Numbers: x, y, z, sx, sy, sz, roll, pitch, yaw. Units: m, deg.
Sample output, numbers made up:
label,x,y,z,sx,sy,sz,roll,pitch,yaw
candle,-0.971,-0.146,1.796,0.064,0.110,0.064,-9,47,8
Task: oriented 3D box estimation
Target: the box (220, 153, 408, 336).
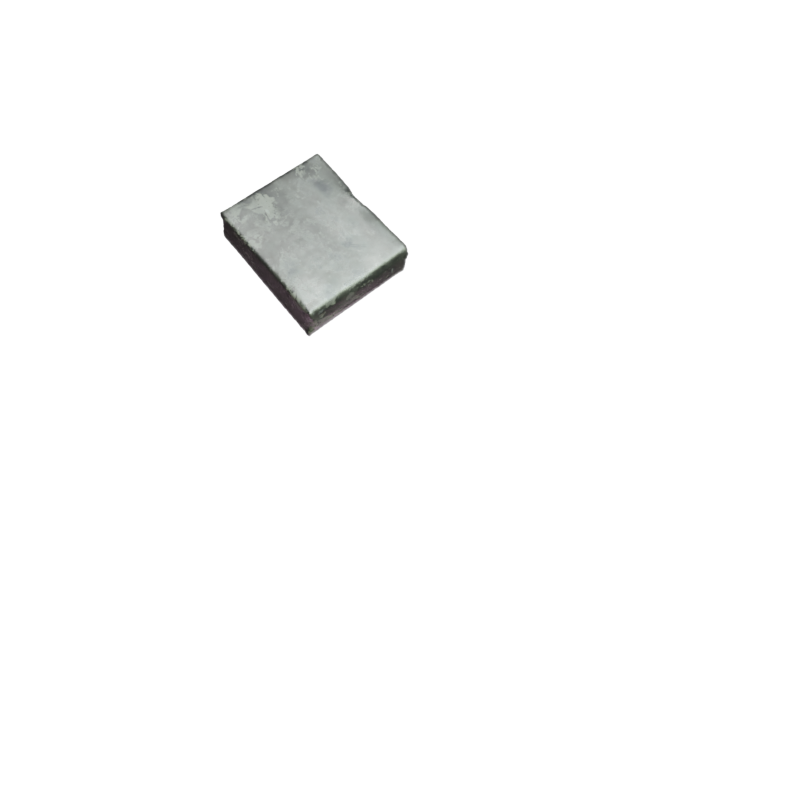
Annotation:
label,x,y,z,sx,sy,sz,roll,pitch,yaw
box,-0.051,-0.094,0.657,0.073,0.095,0.028,-34,-24,-18
